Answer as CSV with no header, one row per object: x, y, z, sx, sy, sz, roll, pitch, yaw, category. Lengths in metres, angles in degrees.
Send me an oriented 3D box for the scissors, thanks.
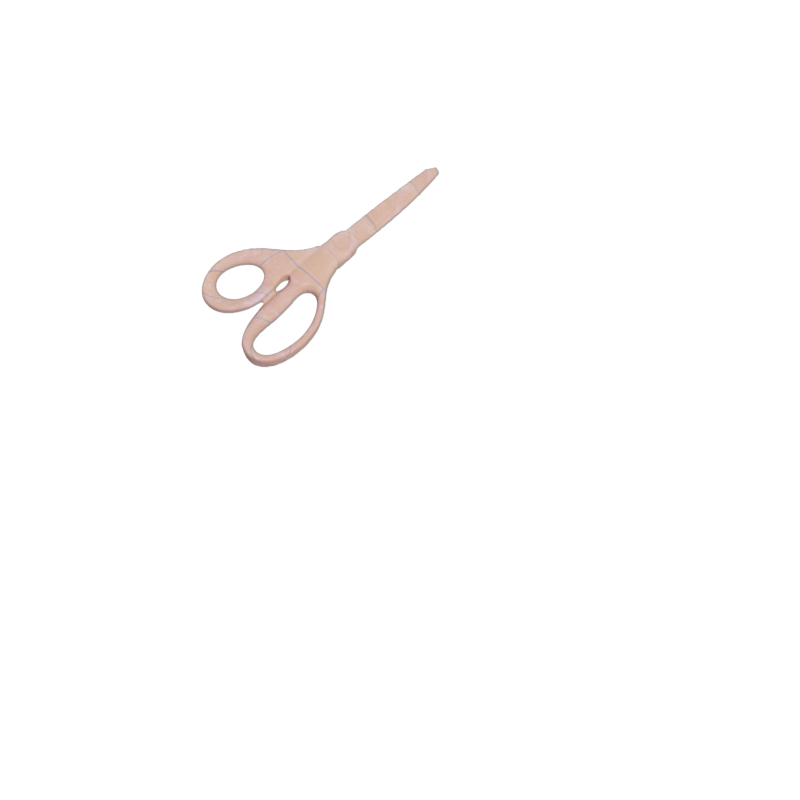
-0.061,-0.111,0.780,0.099,0.208,0.015,25,-27,14,scissors
